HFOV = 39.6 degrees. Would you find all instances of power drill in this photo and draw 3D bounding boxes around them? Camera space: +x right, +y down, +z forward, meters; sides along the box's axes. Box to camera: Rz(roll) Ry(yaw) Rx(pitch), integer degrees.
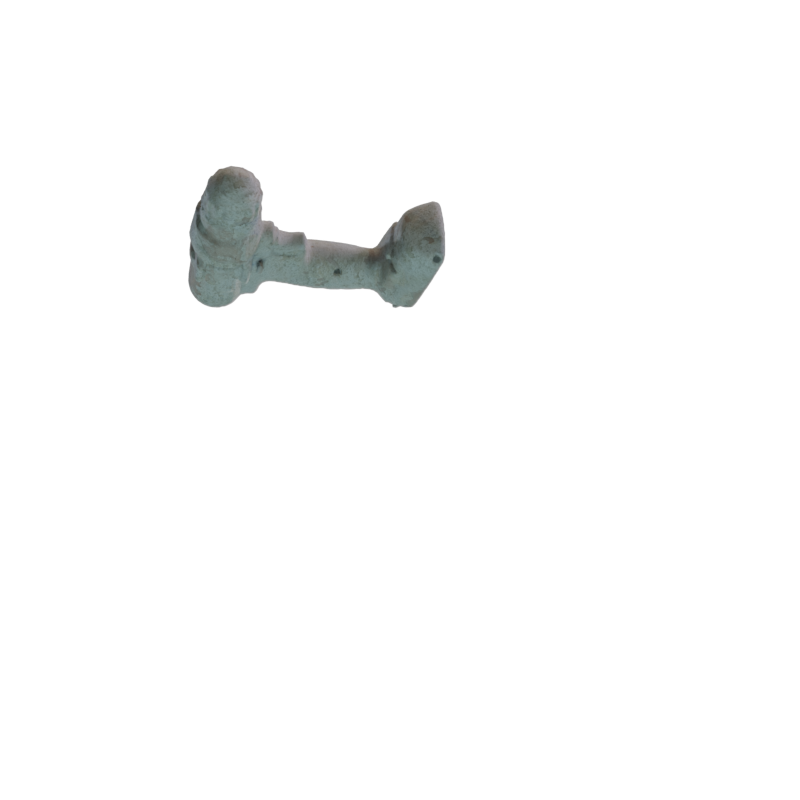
[{"bbox_3d":[-0.066,-0.120,0.838,0.185,0.060,0.179,3,-18,-11],"label":"power drill"}]
